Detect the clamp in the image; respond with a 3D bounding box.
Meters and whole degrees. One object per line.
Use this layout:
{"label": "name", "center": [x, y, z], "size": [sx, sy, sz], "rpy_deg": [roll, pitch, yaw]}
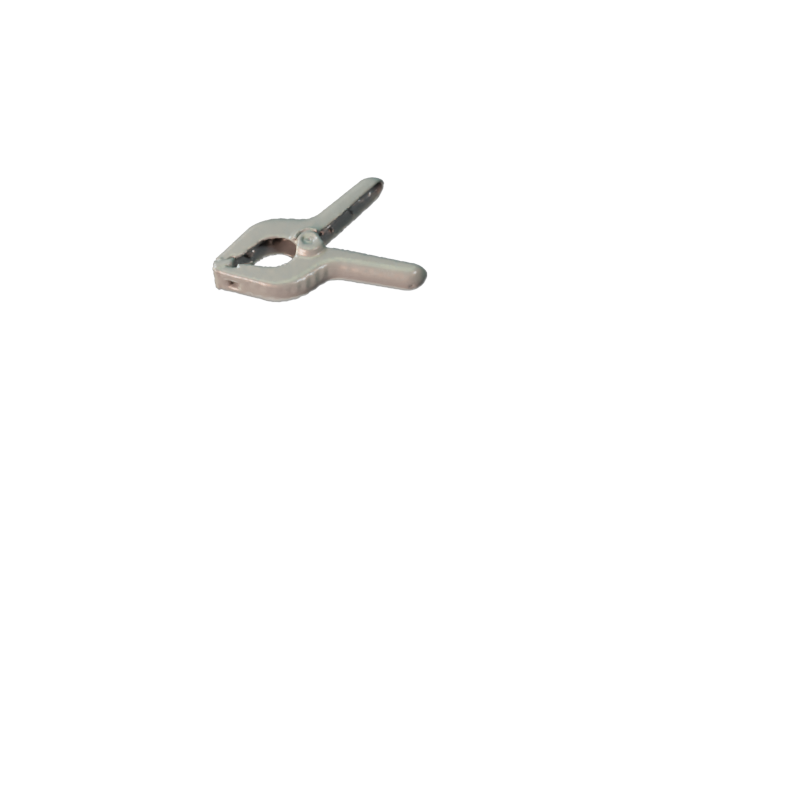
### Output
{"label": "clamp", "center": [-0.072, -0.132, 0.923], "size": [0.170, 0.130, 0.036], "rpy_deg": [-7, -42, -6]}
